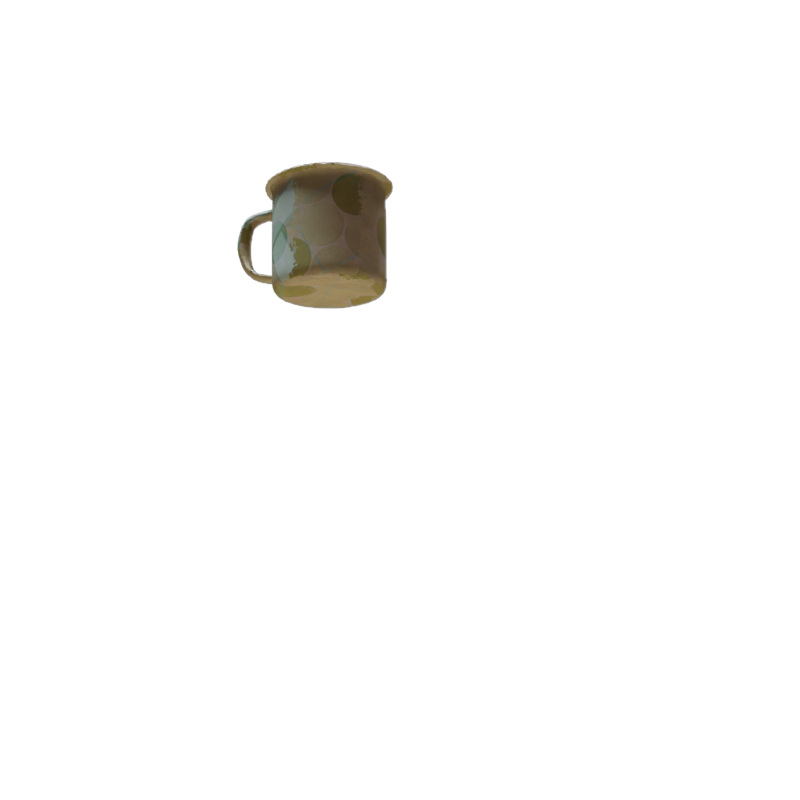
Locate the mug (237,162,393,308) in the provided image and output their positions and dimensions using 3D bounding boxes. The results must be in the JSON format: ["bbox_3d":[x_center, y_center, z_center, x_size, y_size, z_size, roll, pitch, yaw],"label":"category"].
[{"bbox_3d":[-0.062,-0.114,0.796,0.119,0.085,0.088,-5,-16,16],"label":"mug"}]
